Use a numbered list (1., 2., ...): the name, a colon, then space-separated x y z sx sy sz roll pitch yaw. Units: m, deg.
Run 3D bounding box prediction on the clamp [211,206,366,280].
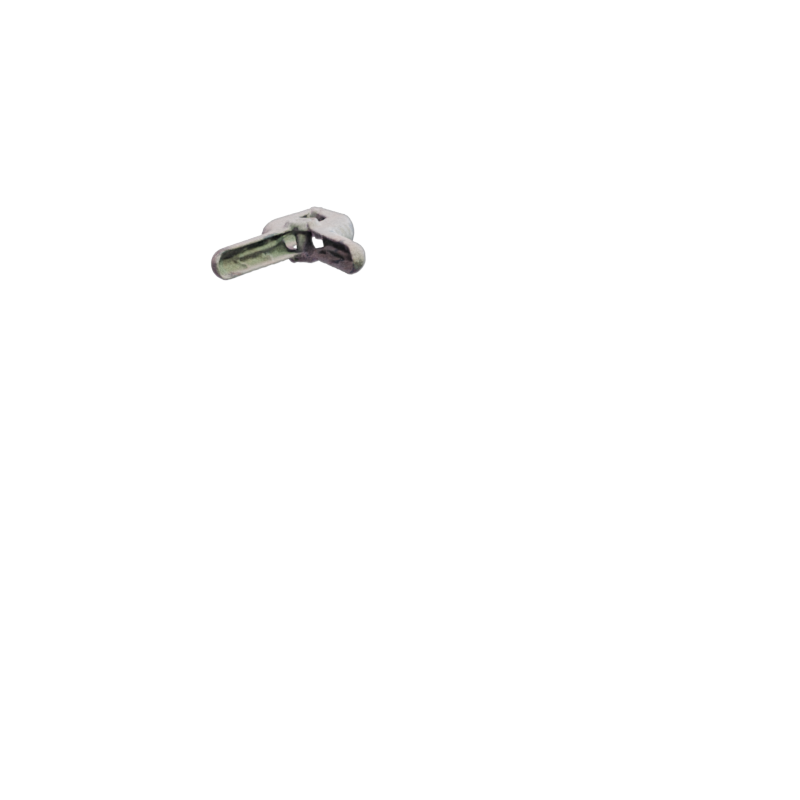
1. clamp: -0.072 -0.131 0.917 0.123 0.037 0.175 6 24 14
